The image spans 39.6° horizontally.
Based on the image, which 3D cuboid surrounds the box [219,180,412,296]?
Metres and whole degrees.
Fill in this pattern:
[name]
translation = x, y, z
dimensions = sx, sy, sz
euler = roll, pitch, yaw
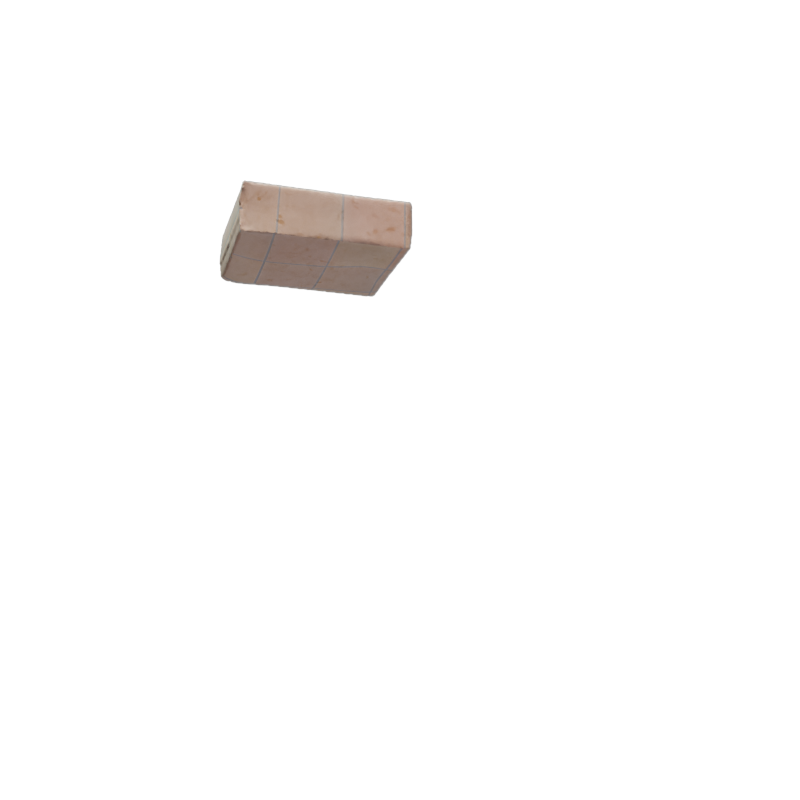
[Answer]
[box]
translation = -0.057, -0.105, 0.732
dimensions = 0.111, 0.041, 0.087
euler = 4, -18, -14
